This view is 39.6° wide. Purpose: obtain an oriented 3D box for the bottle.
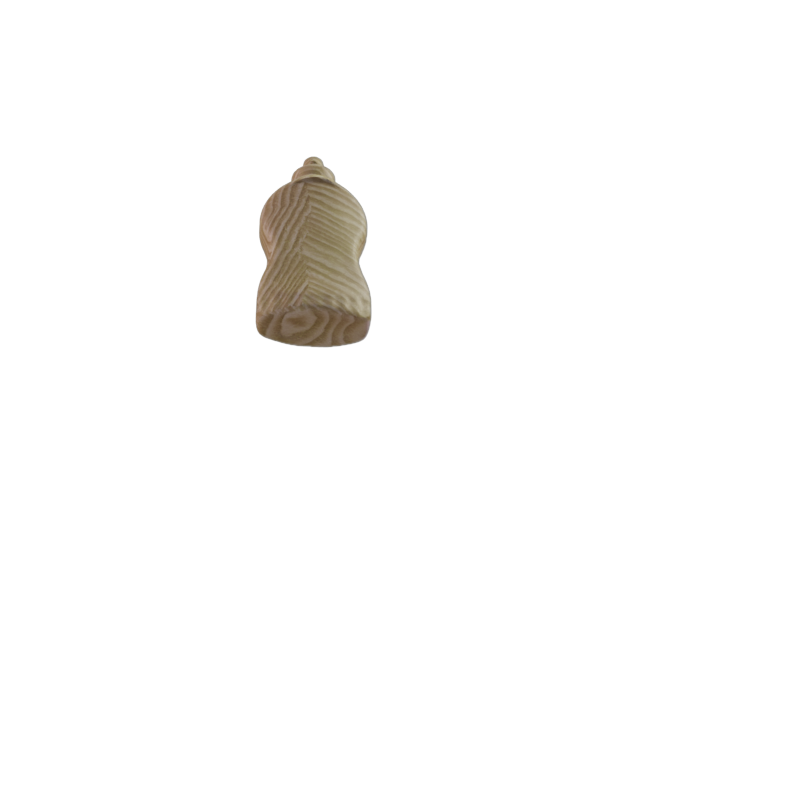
[{"bbox_3d":[-0.076,-0.140,0.975,0.095,0.205,0.055,1,-37,-5],"label":"bottle"}]
